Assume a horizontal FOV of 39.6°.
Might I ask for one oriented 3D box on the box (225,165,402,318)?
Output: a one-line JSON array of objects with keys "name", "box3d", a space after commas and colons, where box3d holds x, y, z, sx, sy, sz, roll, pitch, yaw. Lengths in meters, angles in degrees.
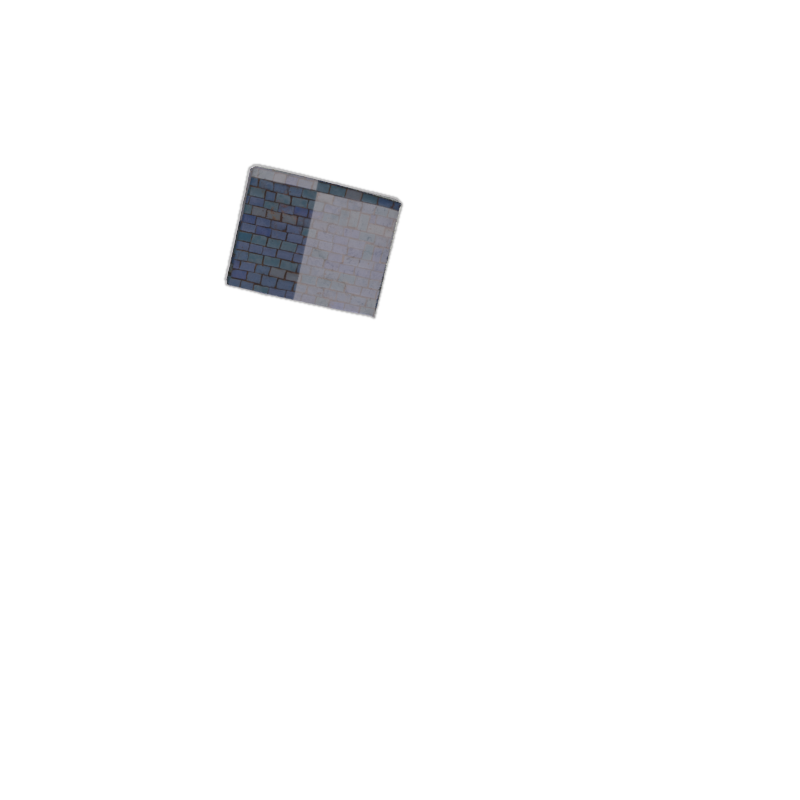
[{"name": "box", "box3d": [-0.063, -0.115, 0.804, 0.113, 0.089, 0.039, 13, 4, -1]}]
